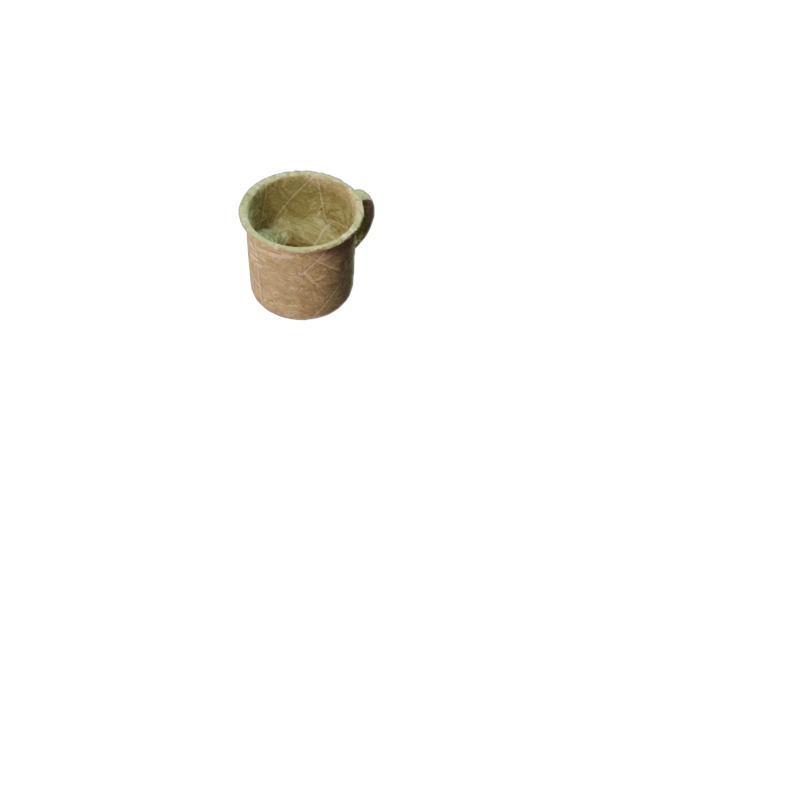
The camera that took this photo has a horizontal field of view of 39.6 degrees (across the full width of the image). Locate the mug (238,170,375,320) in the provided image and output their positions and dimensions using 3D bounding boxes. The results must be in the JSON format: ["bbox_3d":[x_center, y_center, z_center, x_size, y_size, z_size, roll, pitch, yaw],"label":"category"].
[{"bbox_3d":[-0.067,-0.122,0.856,0.118,0.076,0.100,-34,56,-29],"label":"mug"}]
